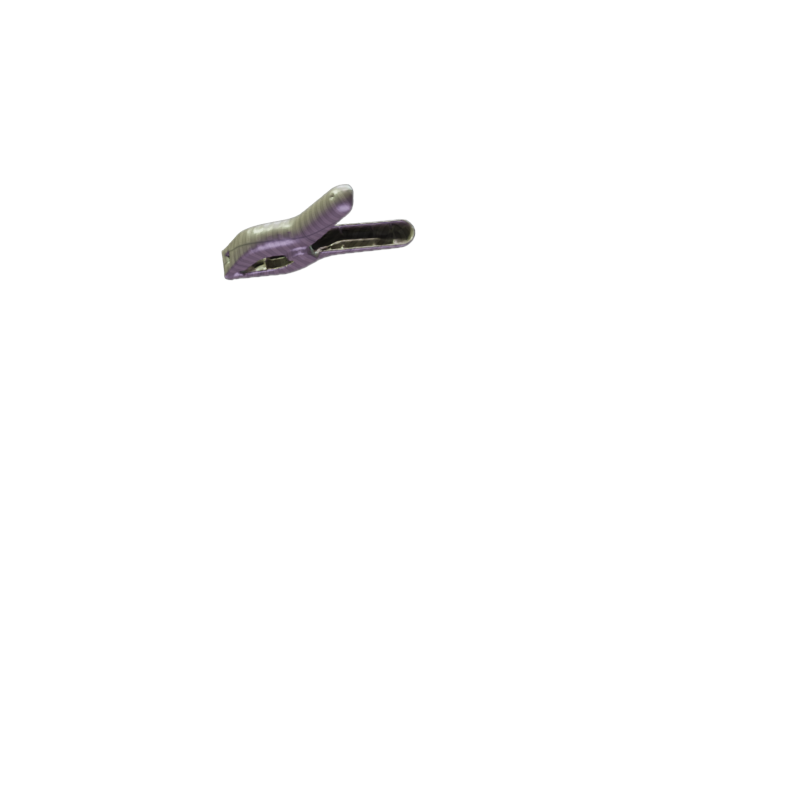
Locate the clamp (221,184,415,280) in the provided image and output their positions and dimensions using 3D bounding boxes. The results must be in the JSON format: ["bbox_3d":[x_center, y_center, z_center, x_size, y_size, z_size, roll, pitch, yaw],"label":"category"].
[{"bbox_3d":[-0.075,-0.137,0.962,0.174,0.041,0.112,-14,-23,36],"label":"clamp"}]
